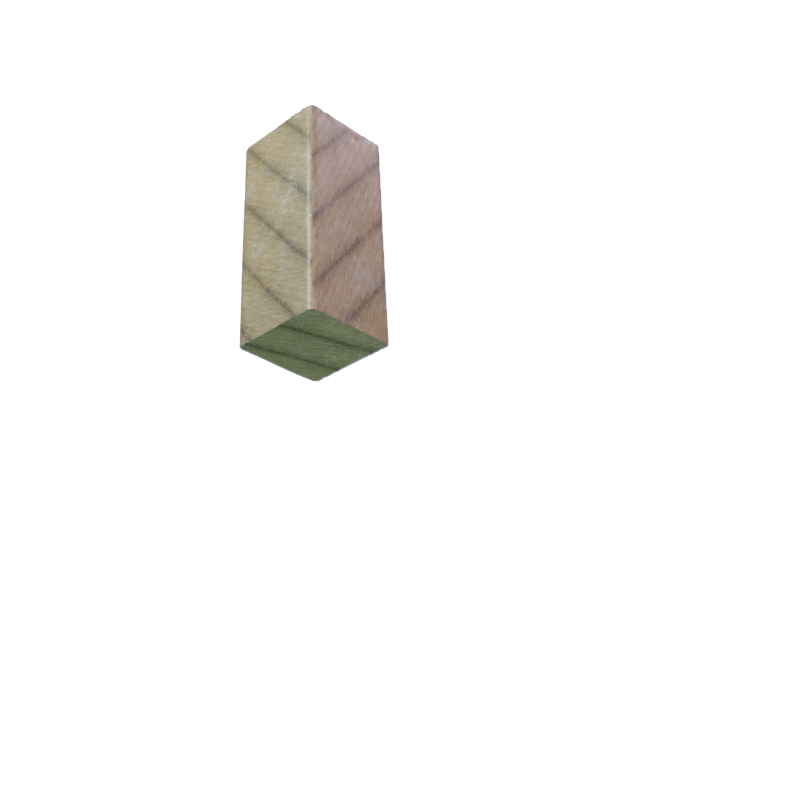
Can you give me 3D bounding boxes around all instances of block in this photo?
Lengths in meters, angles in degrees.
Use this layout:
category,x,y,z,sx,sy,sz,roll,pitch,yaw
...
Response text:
category,x,y,z,sx,sy,sz,roll,pitch,yaw
block,-0.075,-0.136,0.951,0.091,0.220,0.084,-29,-40,36
